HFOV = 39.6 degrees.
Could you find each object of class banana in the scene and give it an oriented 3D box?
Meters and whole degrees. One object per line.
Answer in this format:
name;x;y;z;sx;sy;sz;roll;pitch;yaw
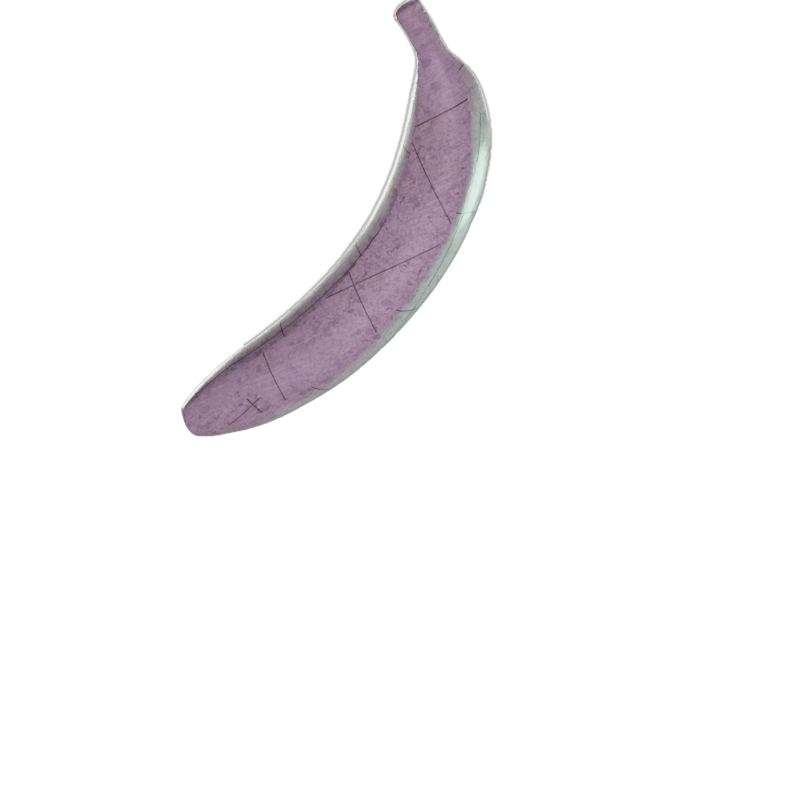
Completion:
banana;-0.017;-0.059;0.444;0.068;0.194;0.038;27;15;-10
